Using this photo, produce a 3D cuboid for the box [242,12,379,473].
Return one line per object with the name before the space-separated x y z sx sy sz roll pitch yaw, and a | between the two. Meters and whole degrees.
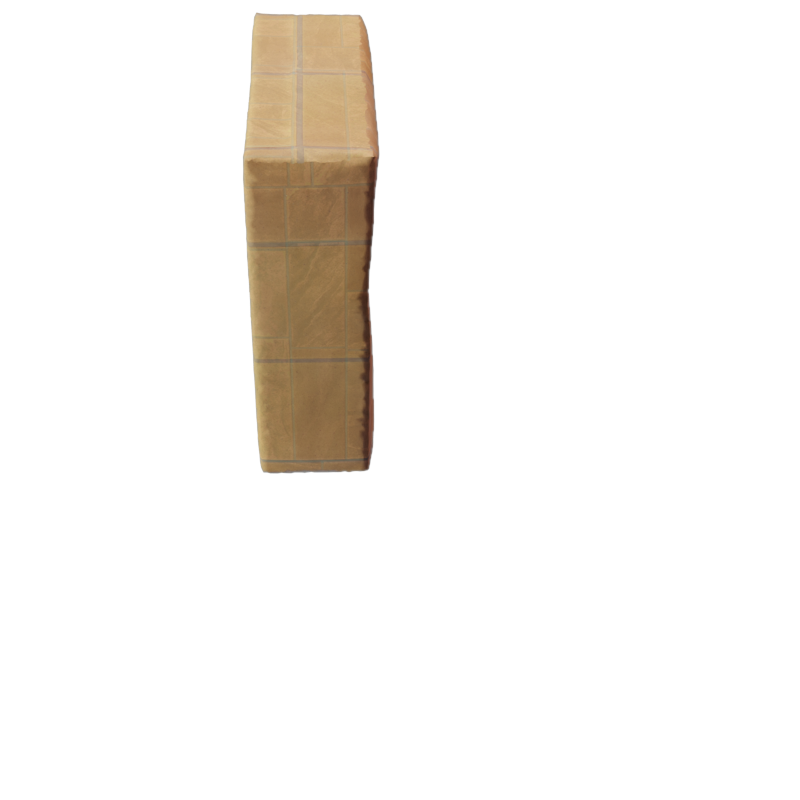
box | -0.050 -0.091 0.636 0.071 0.200 0.176 -1 40 -5
